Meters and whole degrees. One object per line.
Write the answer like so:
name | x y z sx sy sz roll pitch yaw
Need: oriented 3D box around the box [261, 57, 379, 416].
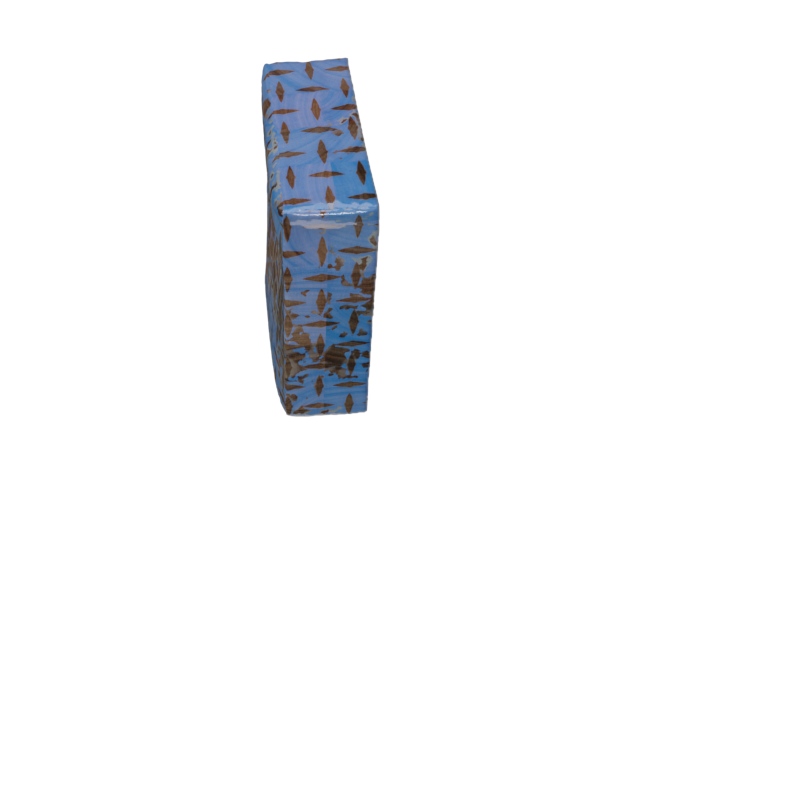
box | -0.064 -0.116 0.816 0.071 0.177 0.199 -4 -41 -8
